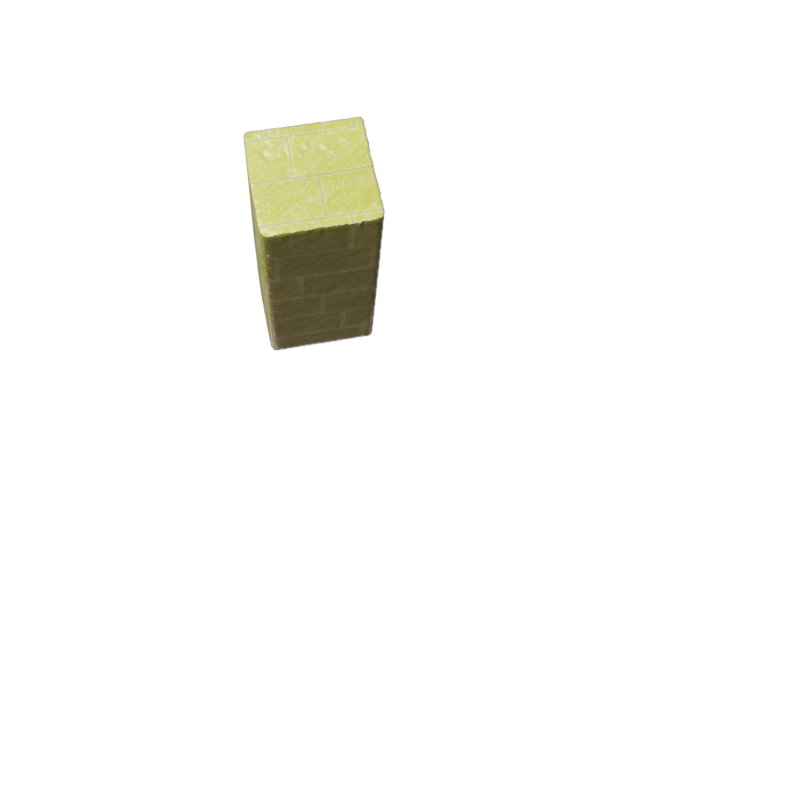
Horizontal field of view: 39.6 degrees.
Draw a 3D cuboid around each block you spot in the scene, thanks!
[{"bbox_3d":[-0.069,-0.124,0.874,0.090,0.096,0.195,-9,-22,-7],"label":"block"}]
